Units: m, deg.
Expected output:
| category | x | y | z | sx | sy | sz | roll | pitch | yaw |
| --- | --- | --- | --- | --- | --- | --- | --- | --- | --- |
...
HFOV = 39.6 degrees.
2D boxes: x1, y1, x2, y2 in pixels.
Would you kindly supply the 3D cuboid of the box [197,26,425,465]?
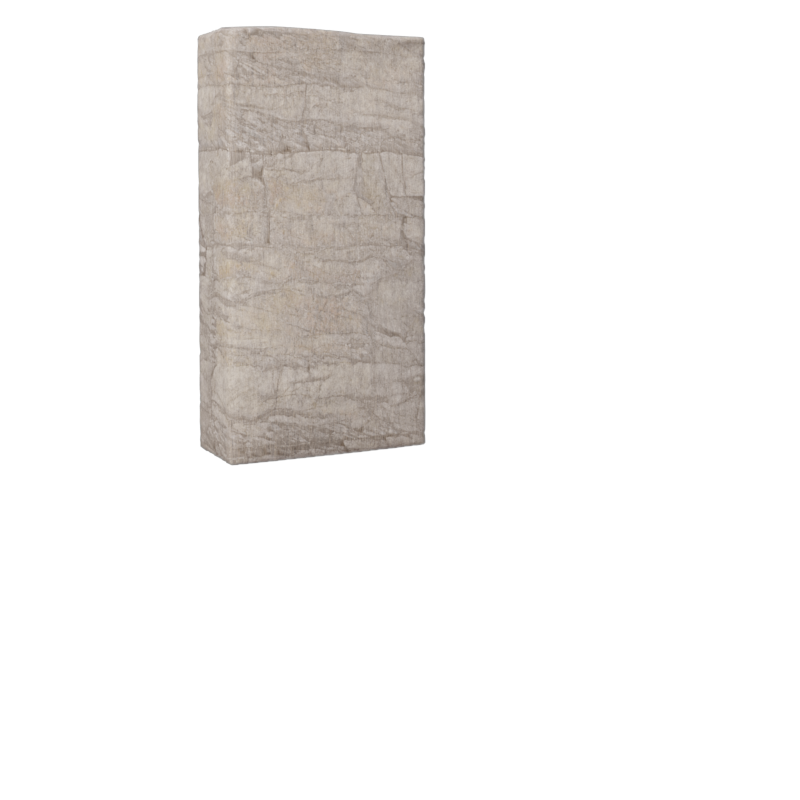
| category | x | y | z | sx | sy | sz | roll | pitch | yaw |
| --- | --- | --- | --- | --- | --- | --- | --- | --- | --- |
| box | -0.037 | -0.067 | 0.472 | 0.091 | 0.174 | 0.050 | -3 | 6 | -26 |
